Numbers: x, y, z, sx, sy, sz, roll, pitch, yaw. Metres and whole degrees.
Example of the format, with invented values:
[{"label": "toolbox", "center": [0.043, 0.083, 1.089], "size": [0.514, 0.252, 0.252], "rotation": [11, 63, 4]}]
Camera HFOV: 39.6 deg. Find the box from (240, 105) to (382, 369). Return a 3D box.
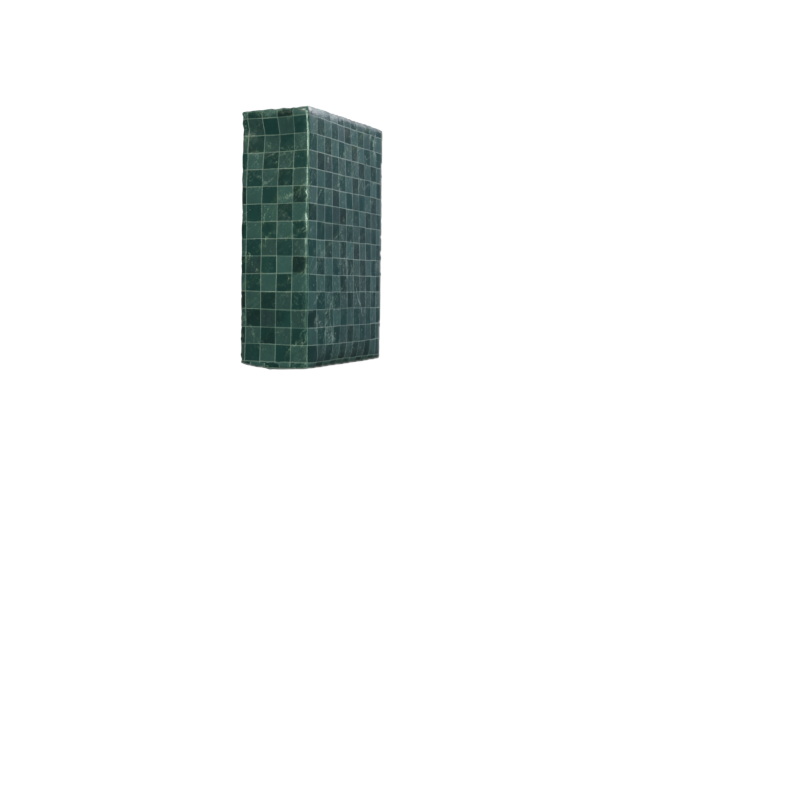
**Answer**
[{"label": "box", "center": [-0.076, -0.138, 0.969], "size": [0.074, 0.215, 0.159], "rotation": [-1, 0, 22]}]
